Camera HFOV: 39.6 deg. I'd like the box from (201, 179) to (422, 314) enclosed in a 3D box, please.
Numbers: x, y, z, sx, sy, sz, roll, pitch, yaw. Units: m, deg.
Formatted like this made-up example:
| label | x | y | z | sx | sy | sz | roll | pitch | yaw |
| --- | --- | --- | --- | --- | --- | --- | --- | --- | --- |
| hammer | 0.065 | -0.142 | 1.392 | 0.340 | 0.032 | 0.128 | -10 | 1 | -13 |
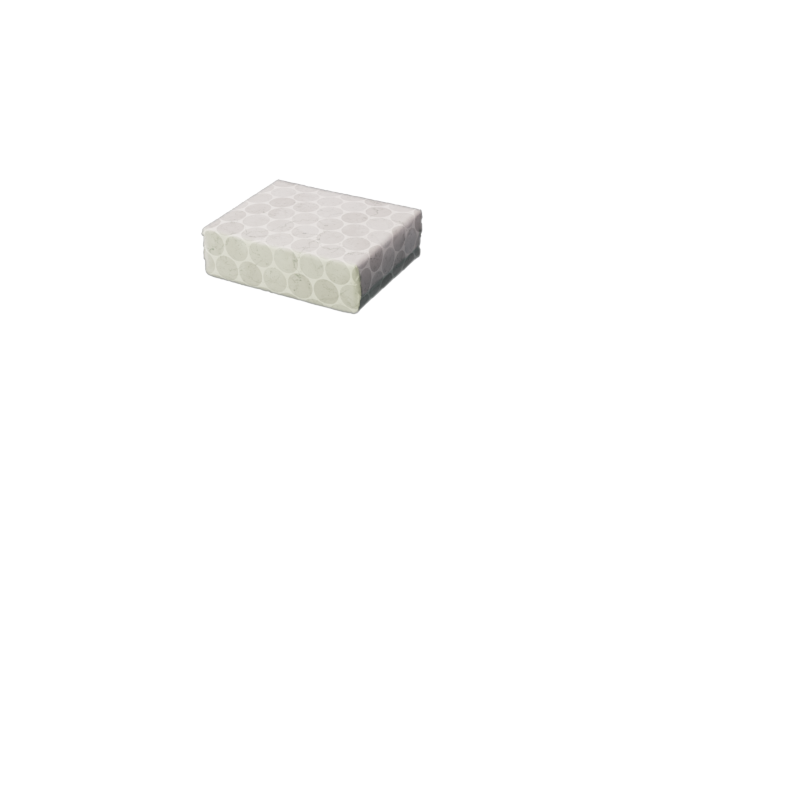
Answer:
| label | x | y | z | sx | sy | sz | roll | pitch | yaw |
| --- | --- | --- | --- | --- | --- | --- | --- | --- | --- |
| box | -0.055 | -0.100 | 0.704 | 0.119 | 0.037 | 0.091 | 17 | 37 | 24 |
